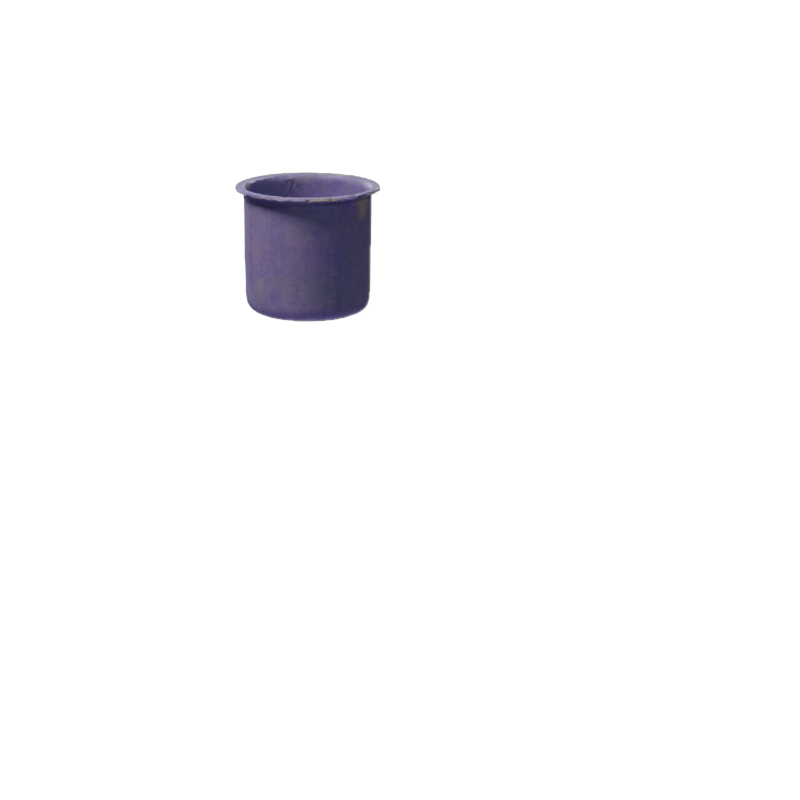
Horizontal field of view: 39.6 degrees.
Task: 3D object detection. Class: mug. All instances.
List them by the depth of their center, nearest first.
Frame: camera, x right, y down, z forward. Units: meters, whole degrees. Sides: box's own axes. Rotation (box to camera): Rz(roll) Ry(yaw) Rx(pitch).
[{"bbox_3d":[-0.057,-0.104,0.732,0.095,0.079,0.119,5,19,13],"label":"mug"}]
